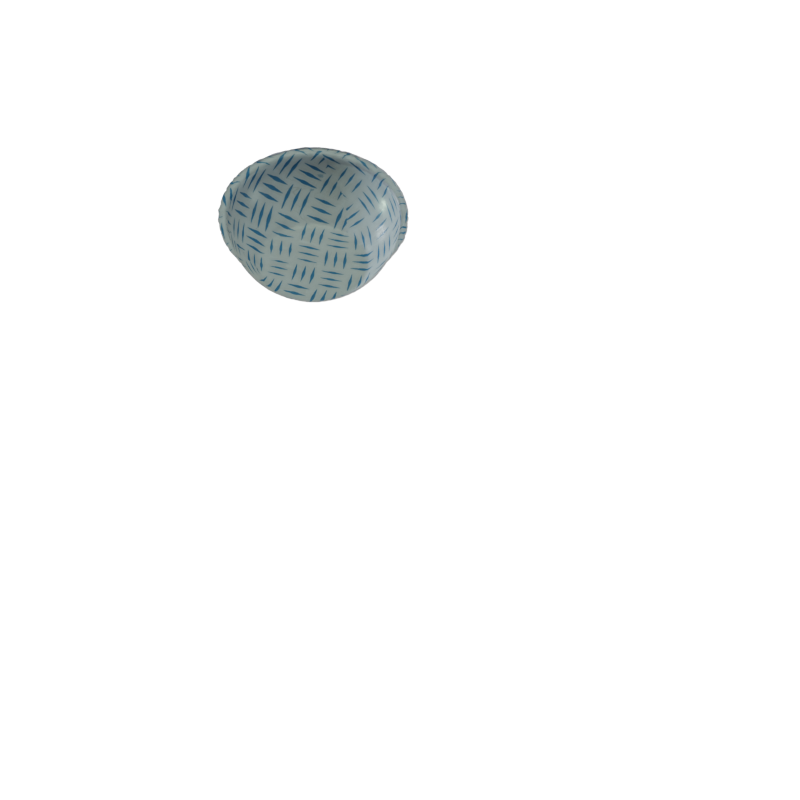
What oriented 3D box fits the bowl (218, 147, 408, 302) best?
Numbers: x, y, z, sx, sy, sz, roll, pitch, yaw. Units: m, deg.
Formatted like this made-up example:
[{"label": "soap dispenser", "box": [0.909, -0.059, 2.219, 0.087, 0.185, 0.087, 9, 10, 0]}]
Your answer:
[{"label": "bowl", "box": [-0.072, -0.132, 0.925, 0.162, 0.059, 0.151, 1, -42, -1]}]
